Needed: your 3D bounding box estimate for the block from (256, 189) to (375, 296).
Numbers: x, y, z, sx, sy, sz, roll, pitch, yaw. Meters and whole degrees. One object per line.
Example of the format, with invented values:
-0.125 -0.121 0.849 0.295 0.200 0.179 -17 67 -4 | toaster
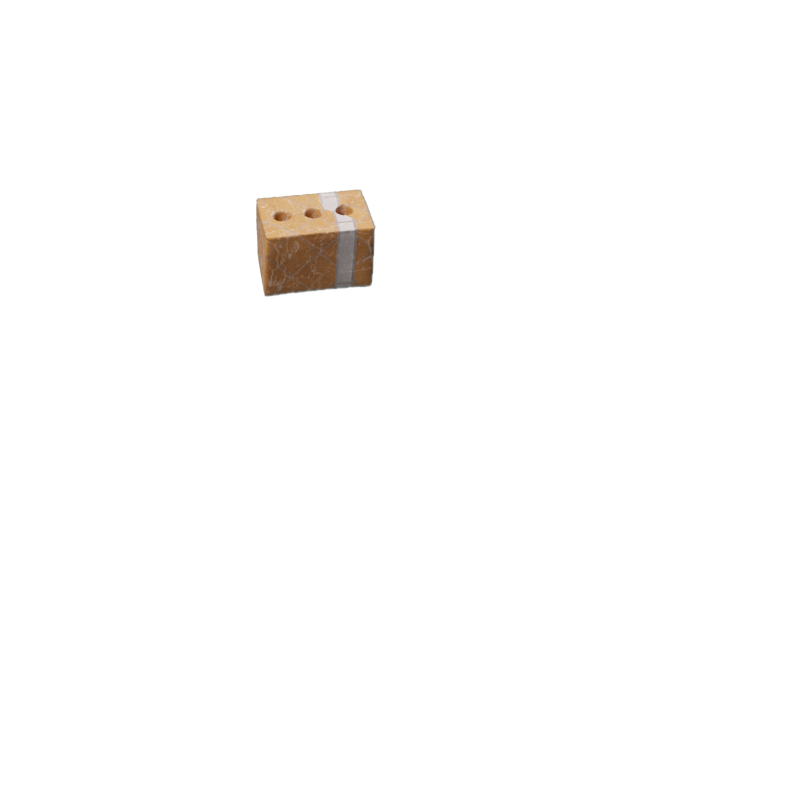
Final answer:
-0.061 -0.112 0.782 0.077 0.048 0.057 -7 40 -9 | block
